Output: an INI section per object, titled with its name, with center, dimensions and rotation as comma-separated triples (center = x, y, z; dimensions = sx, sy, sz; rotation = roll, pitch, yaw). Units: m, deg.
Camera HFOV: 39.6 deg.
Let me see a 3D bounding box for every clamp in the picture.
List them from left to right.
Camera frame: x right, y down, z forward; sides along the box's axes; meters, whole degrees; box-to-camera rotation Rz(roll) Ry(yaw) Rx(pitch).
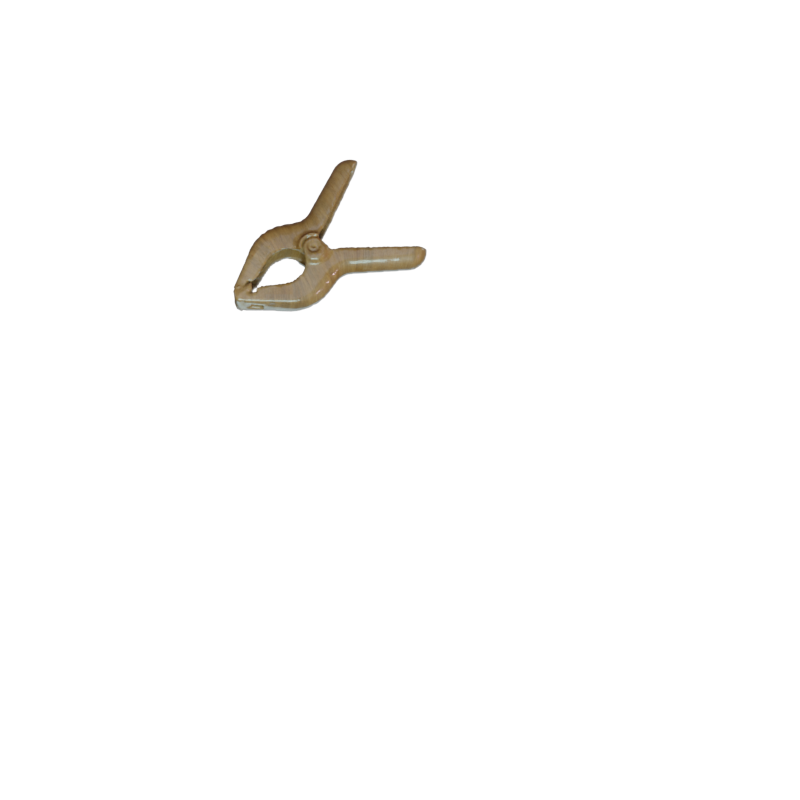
[clamp]
center = -0.077, -0.140, 0.977
dimensions = 0.171, 0.128, 0.037
rotation = -24, -26, -13
